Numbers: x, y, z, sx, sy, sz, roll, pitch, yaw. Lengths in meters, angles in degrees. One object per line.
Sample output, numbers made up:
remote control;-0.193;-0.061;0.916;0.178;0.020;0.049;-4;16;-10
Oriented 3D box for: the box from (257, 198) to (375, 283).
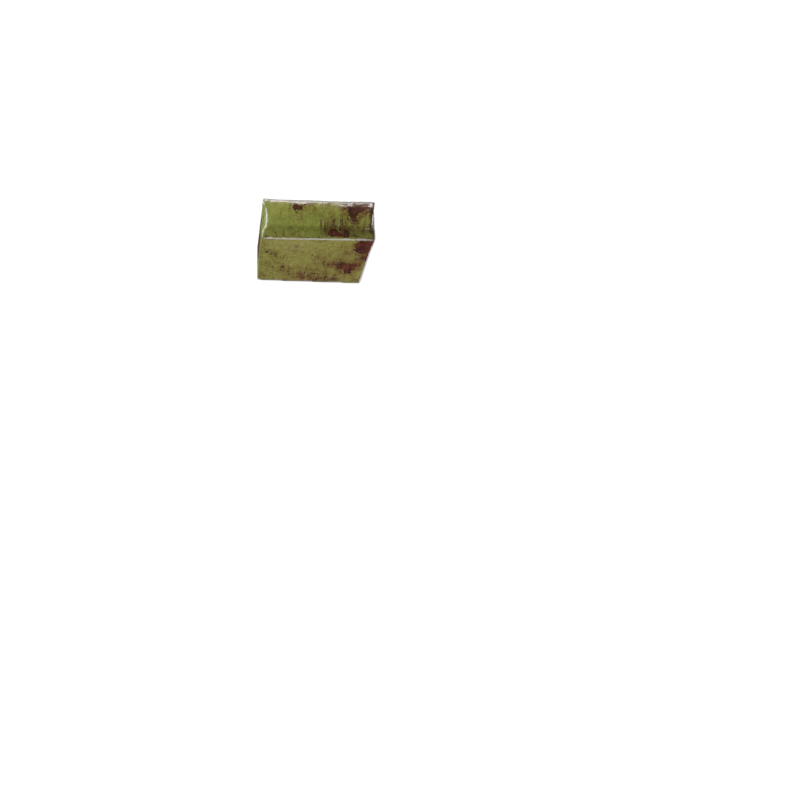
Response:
box;-0.058;-0.106;0.740;0.072;0.031;0.086;2;-14;-7
